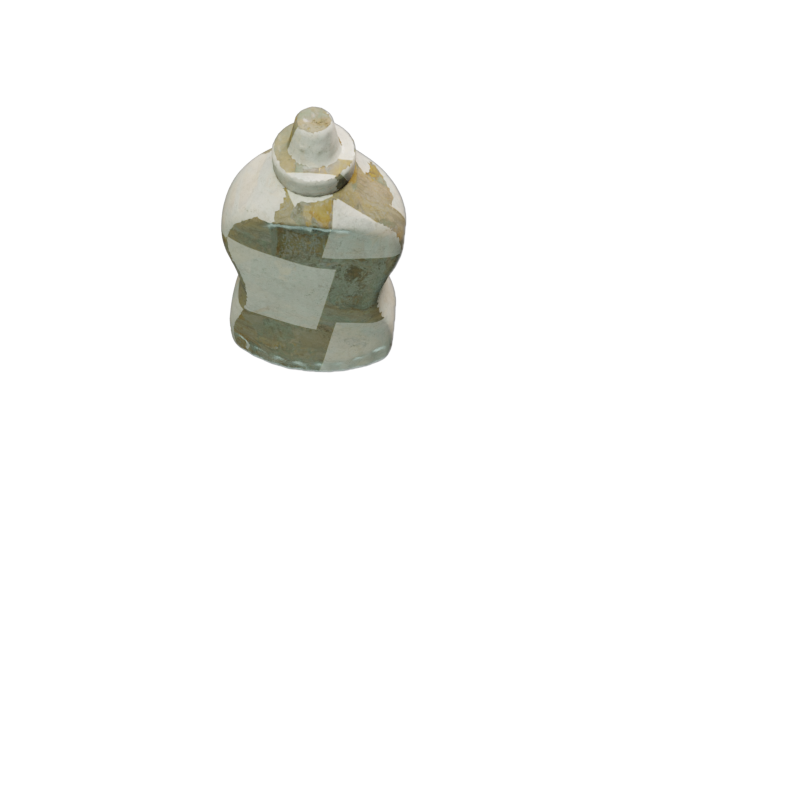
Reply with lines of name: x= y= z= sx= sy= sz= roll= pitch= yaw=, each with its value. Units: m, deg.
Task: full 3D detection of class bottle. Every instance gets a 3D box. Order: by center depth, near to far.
bottle: x=-0.046 y=-0.085 z=0.592 sx=0.096 sy=0.062 sz=0.180 roll=8 pitch=-30 yaw=1
